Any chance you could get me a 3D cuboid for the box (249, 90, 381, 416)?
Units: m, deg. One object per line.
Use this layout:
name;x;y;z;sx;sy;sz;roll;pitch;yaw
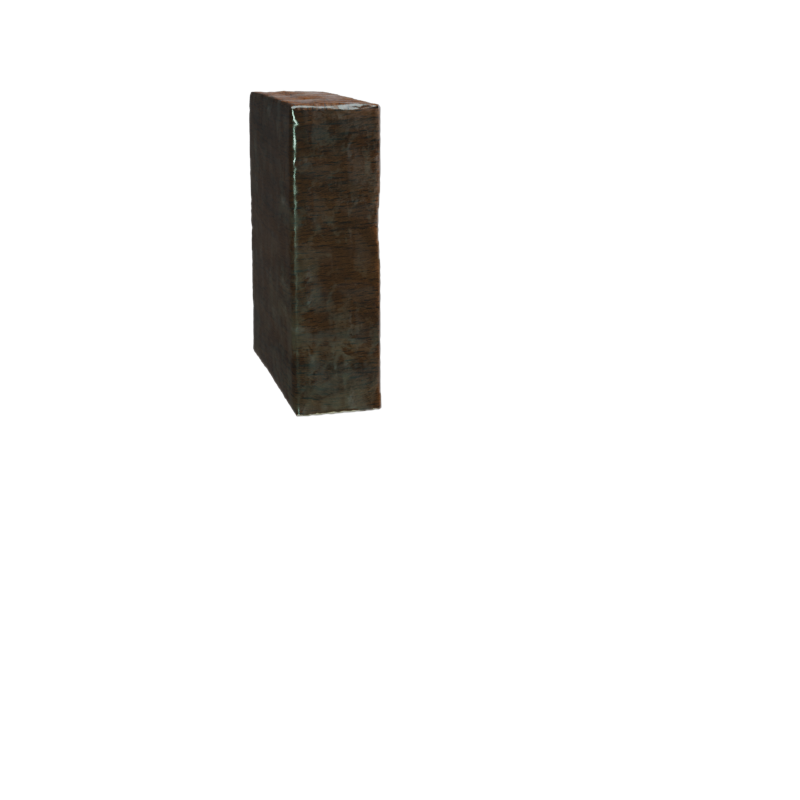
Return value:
box;-0.064;-0.117;0.818;0.071;0.208;0.172;-3;15;-16
